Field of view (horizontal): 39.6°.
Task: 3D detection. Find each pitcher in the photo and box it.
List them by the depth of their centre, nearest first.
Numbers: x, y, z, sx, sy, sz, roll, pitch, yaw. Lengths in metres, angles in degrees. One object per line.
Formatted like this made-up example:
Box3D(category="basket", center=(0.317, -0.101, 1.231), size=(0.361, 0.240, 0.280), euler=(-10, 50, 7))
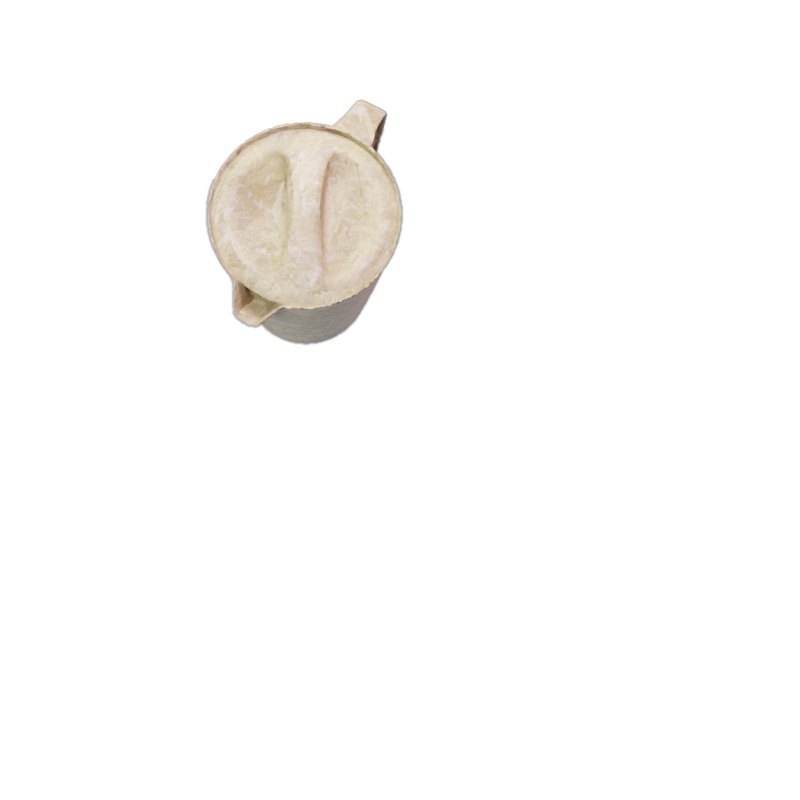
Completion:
Box3D(category="pitcher", center=(-0.068, -0.124, 0.867), size=(0.149, 0.149, 0.237), euler=(-17, -7, -6))
